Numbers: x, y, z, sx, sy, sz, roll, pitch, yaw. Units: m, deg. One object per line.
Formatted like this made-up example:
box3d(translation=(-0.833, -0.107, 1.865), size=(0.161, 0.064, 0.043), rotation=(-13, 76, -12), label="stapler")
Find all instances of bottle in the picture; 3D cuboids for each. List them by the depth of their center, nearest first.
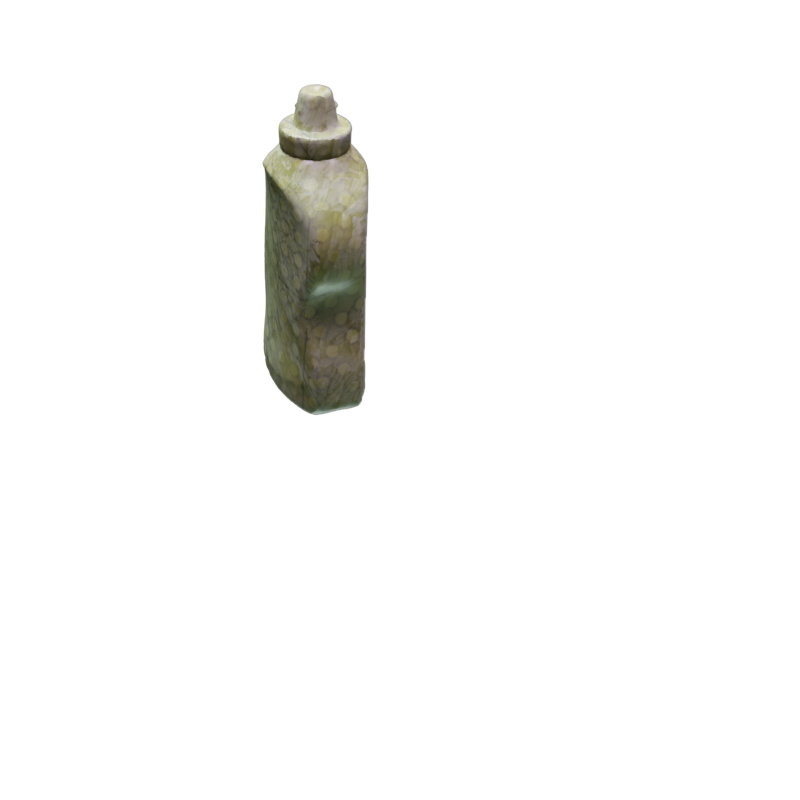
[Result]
box3d(translation=(-0.051, -0.093, 0.653), size=(0.057, 0.180, 0.104), rotation=(-9, 35, -17), label="bottle")
